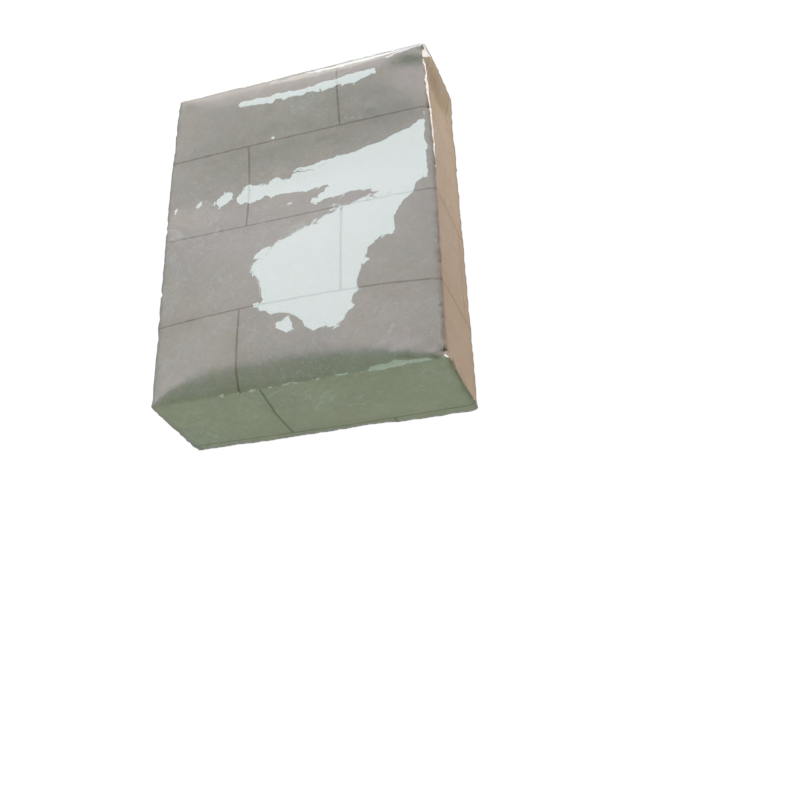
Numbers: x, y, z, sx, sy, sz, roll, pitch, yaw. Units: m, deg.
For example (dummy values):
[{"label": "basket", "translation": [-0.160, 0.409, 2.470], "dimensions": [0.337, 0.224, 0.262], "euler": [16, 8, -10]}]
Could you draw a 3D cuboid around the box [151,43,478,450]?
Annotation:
[{"label": "box", "translation": [-0.050, -0.091, 0.637], "dimensions": [0.166, 0.228, 0.066], "euler": [-10, -31, 15]}]
